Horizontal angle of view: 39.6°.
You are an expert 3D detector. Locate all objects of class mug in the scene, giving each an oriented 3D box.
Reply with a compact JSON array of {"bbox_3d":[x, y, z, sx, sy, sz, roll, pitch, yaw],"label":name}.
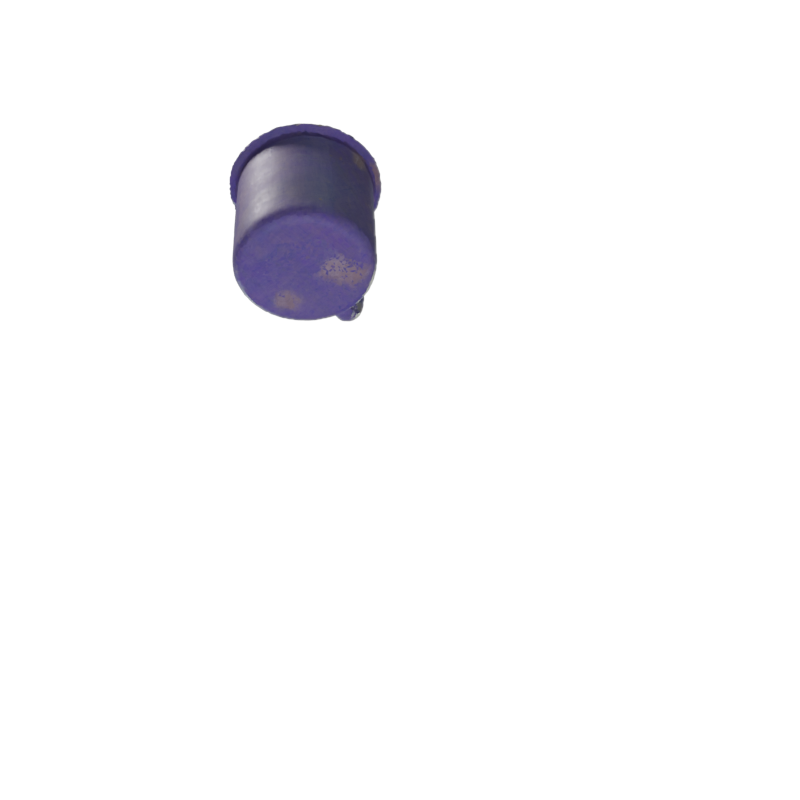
[{"bbox_3d":[-0.051,-0.093,0.654,0.094,0.108,0.087,-18,41,14],"label":"mug"}]
